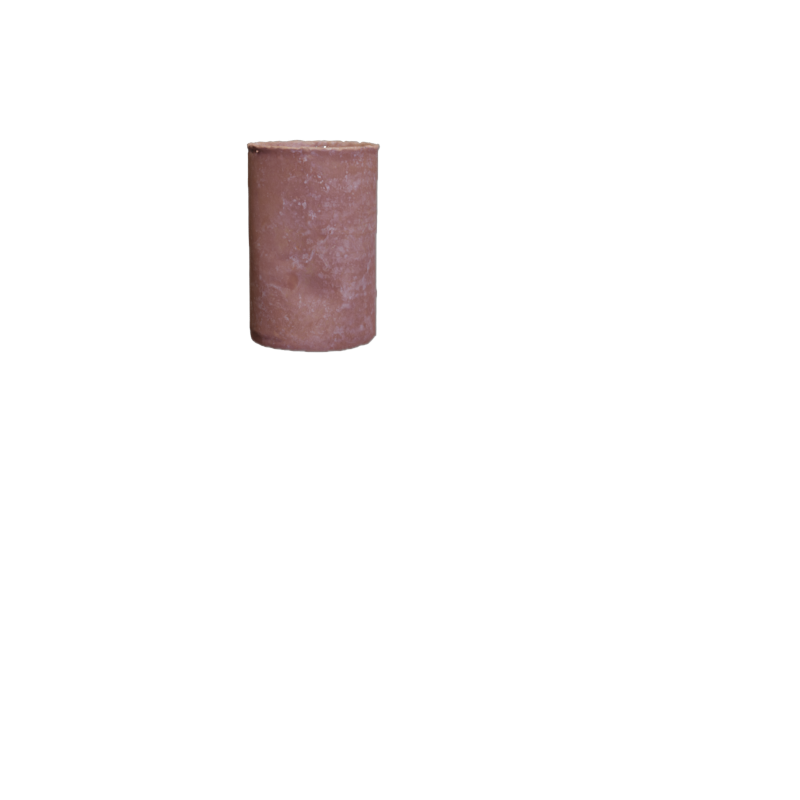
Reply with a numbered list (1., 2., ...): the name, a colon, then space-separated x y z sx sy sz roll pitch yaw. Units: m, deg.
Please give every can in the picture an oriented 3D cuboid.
1. can: -0.045 -0.082 0.573 0.068 0.100 0.070 0 11 -2
